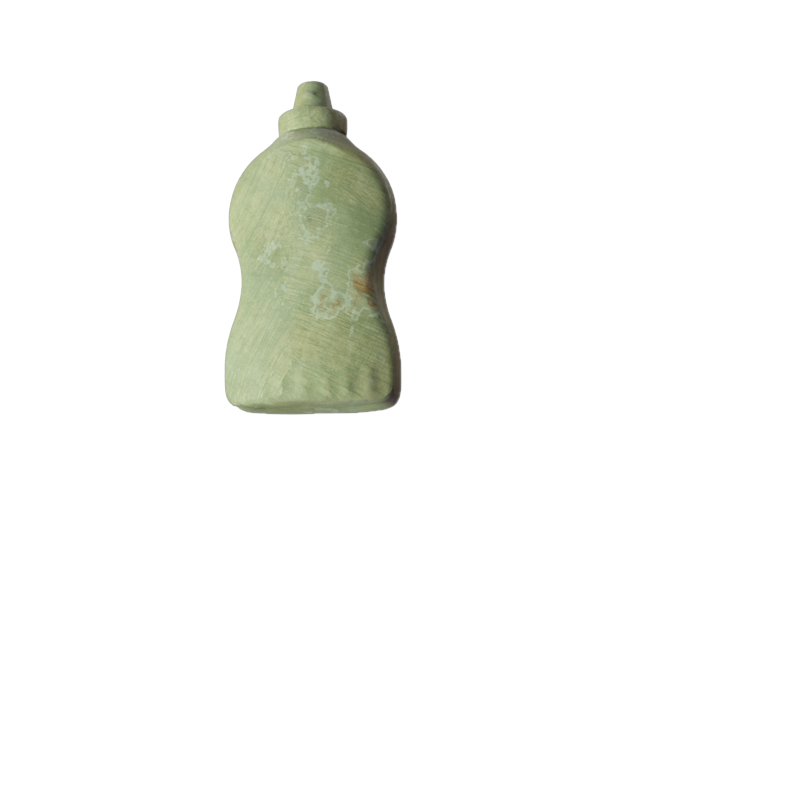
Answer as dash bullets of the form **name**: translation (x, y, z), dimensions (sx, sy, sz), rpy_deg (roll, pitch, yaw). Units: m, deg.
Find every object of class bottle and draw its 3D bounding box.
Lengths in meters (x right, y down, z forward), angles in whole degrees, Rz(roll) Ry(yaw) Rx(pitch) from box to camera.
- **bottle**: translation (-0.050, -0.091, 0.634), dimensions (0.097, 0.199, 0.056), rpy_deg (-3, -15, 10)
